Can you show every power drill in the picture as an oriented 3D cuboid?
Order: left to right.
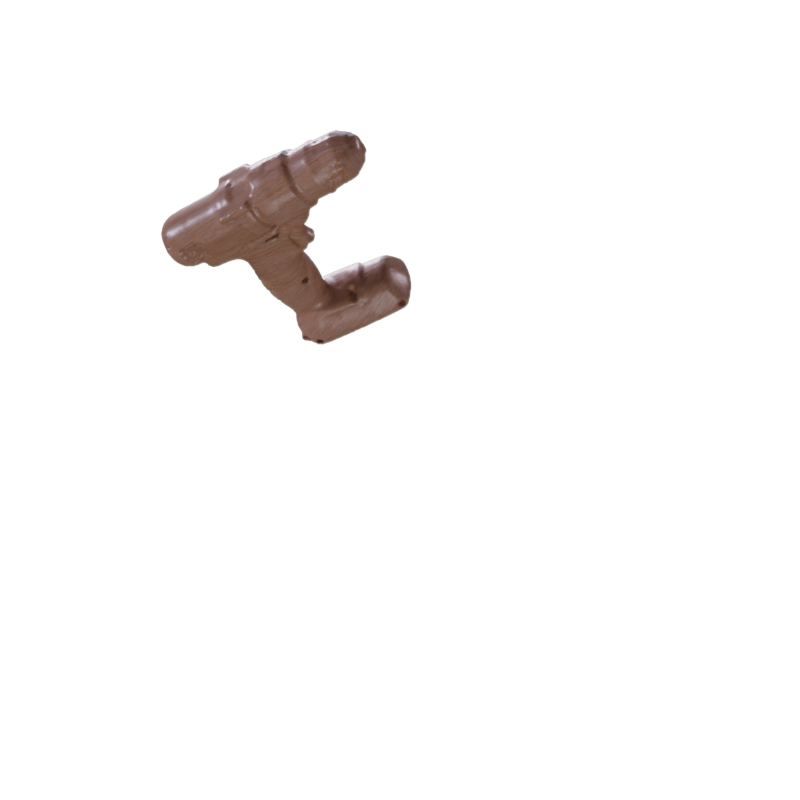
[{"bbox_3d":[-0.070,-0.128,0.899,0.185,0.061,0.174,-22,-41,26],"label":"power drill"}]
